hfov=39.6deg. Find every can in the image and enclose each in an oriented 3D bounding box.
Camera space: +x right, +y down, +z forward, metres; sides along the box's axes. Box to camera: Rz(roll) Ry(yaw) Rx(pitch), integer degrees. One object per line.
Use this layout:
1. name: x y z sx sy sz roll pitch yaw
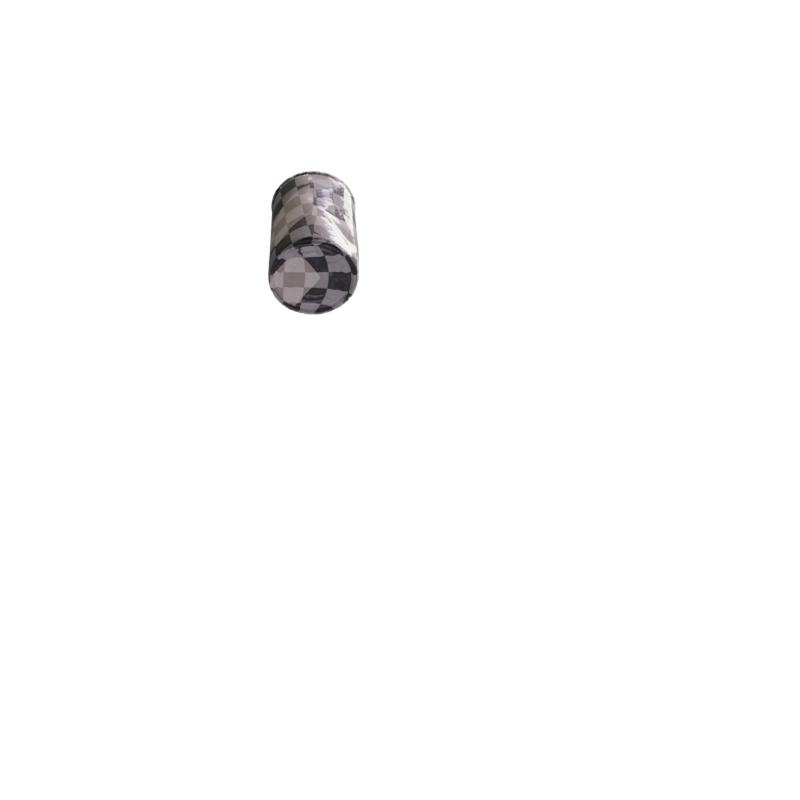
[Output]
1. can: -0.067 -0.122 0.853 0.068 0.064 0.109 -1 38 -3
